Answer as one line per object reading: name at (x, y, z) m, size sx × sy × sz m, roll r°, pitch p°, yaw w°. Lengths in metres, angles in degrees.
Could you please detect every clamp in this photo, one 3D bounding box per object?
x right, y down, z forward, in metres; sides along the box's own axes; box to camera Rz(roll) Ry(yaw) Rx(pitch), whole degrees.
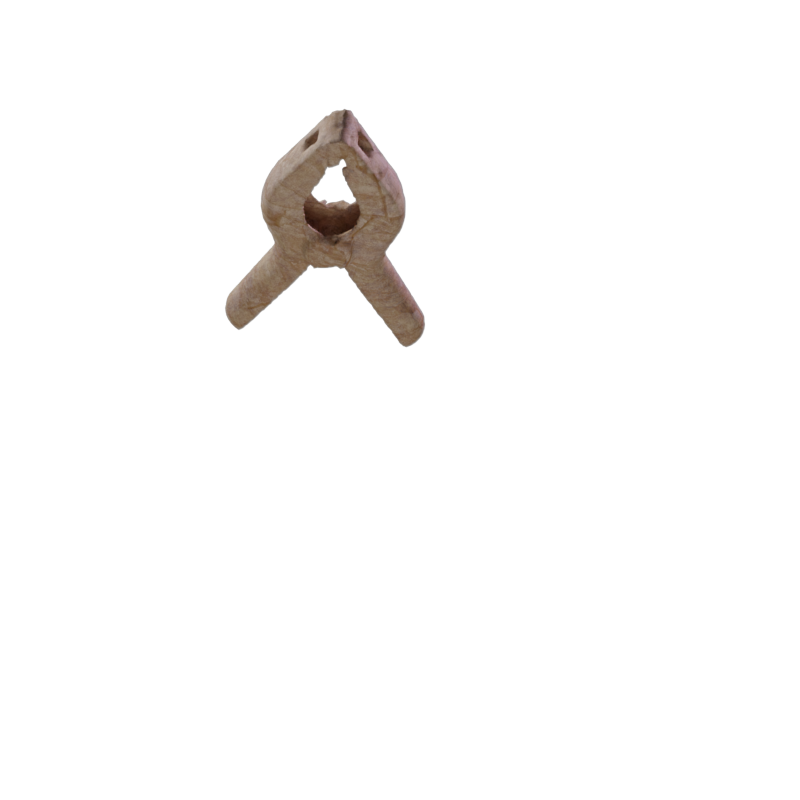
clamp at (-0.049, -0.090, 0.628) m, size 0.120 × 0.042 × 0.159 m, roll -3°, pitch -43°, yaw 3°
